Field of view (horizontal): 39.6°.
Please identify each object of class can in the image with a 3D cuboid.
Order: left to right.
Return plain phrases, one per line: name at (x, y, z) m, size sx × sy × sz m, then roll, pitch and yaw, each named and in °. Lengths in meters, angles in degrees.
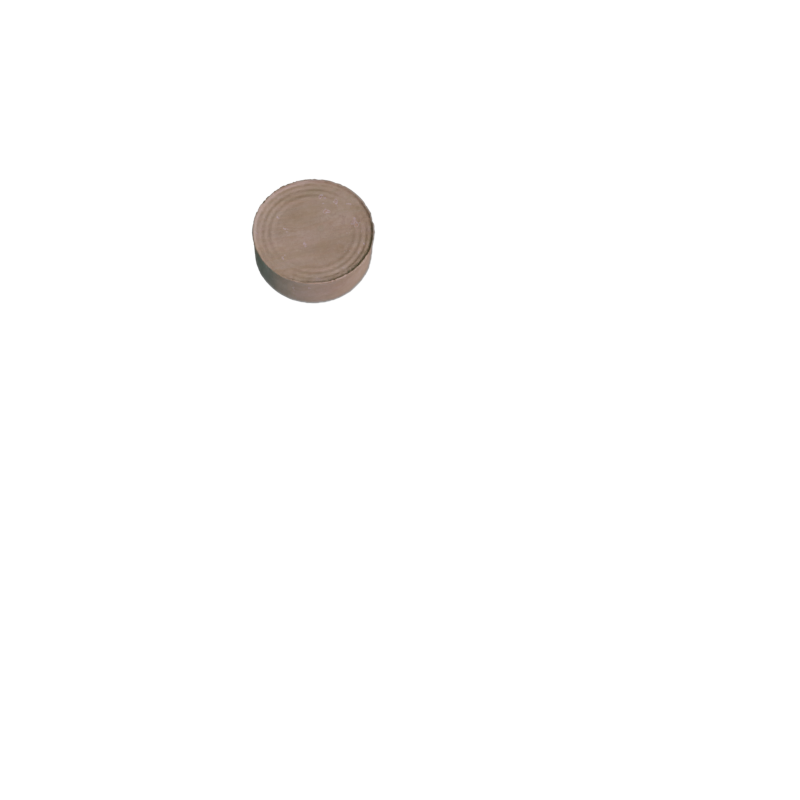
can at (-0.062, -0.112, 0.788) m, size 0.086 × 0.091 × 0.032 m, roll -1°, pitch -28°, yaw -1°
